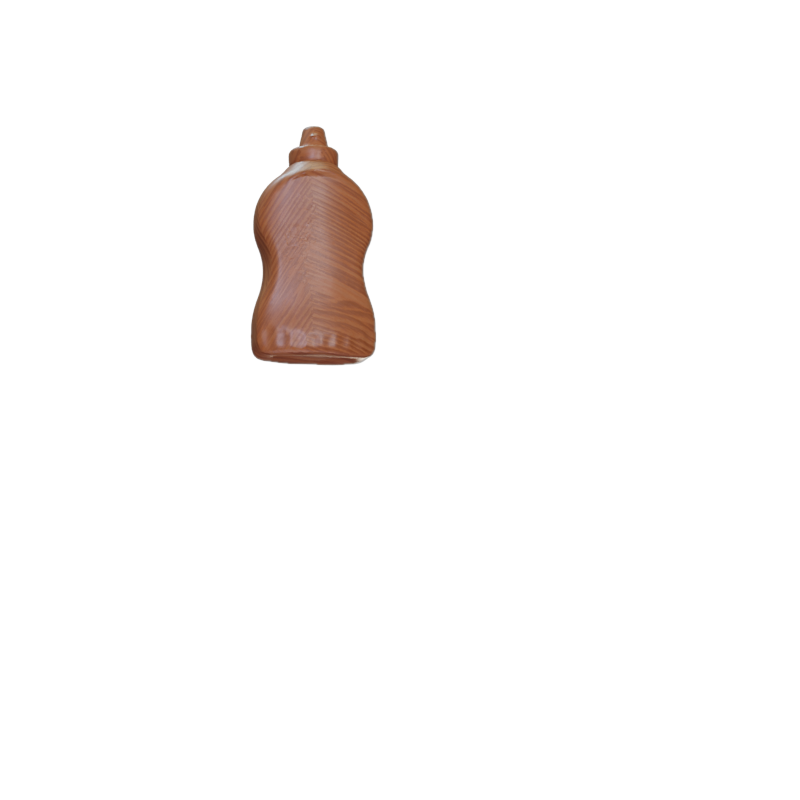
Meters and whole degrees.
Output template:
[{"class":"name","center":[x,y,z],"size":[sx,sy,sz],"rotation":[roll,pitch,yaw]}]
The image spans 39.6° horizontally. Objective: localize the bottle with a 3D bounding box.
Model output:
[{"class":"bottle","center":[-0.069,-0.127,0.887],"size":[0.094,0.199,0.057],"rotation":[2,-15,-11]}]
